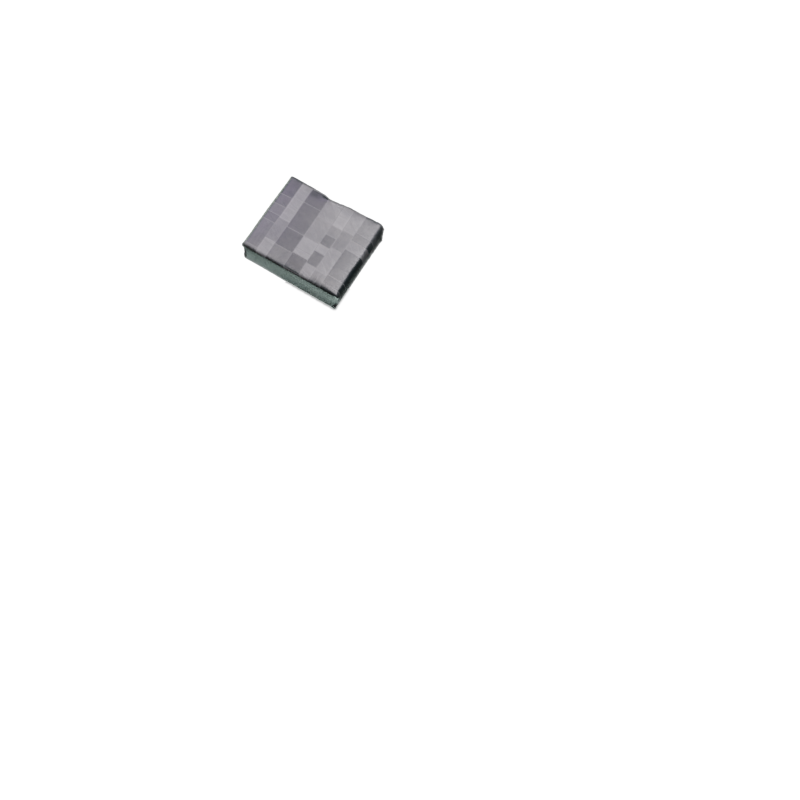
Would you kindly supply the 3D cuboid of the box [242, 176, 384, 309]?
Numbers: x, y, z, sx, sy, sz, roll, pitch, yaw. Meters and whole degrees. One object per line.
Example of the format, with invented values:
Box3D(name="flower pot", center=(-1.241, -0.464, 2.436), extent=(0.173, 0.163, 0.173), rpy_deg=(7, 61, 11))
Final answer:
Box3D(name="box", center=(-0.069, -0.126, 0.883), extent=(0.092, 0.075, 0.029), rpy_deg=(29, -21, 12))
